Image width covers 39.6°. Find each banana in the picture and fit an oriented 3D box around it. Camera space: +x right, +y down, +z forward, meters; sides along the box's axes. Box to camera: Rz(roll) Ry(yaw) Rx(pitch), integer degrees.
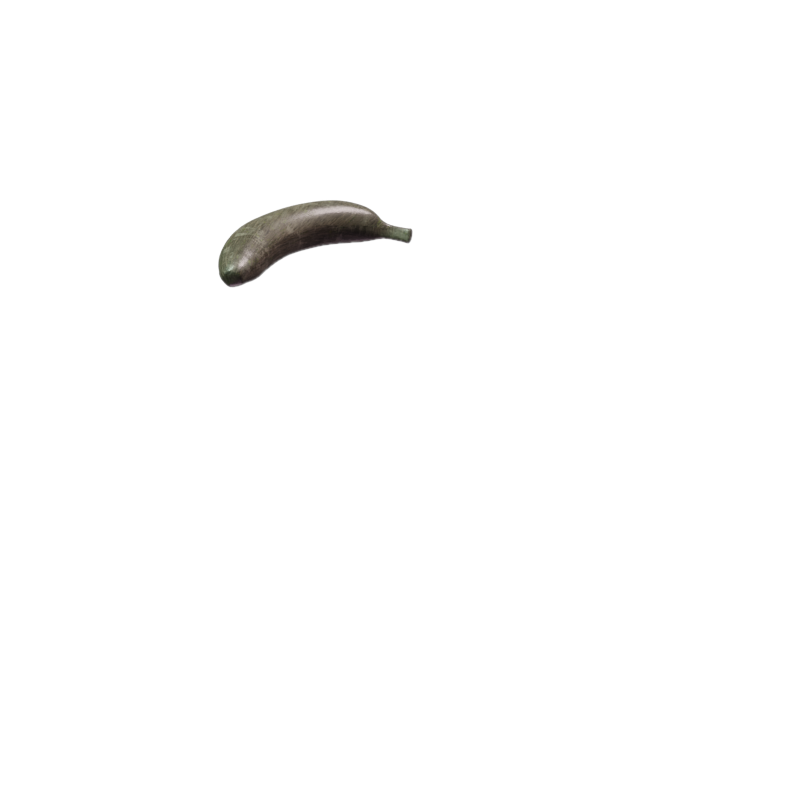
[{"bbox_3d":[-0.076,-0.124,0.843,0.074,0.035,0.195,18,29,38],"label":"banana"}]
